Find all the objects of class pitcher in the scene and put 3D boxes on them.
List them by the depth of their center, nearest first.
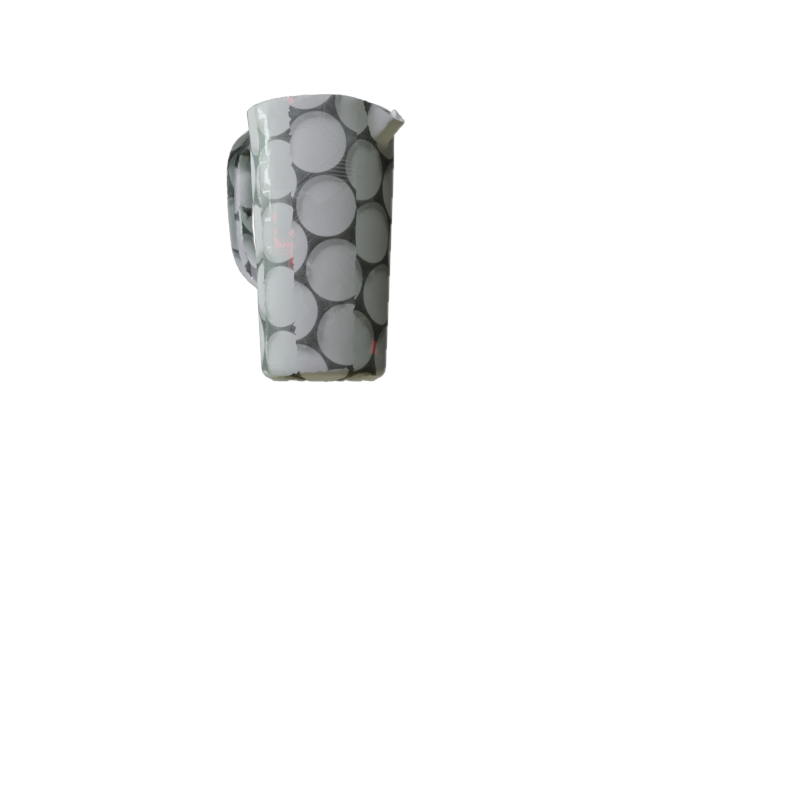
[{"bbox_3d":[-0.076,-0.139,0.975,0.143,0.246,0.149,1,-4,-11],"label":"pitcher"}]
